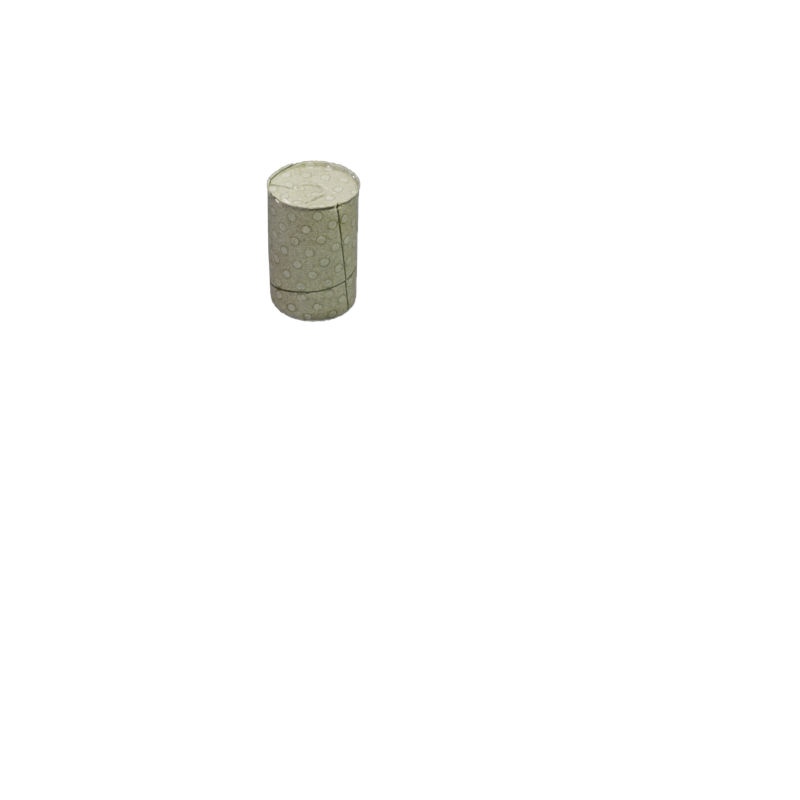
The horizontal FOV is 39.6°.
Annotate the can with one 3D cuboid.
[{"bbox_3d":[-0.065,-0.118,0.828,0.068,0.096,0.073,0,36,-3],"label":"can"}]
